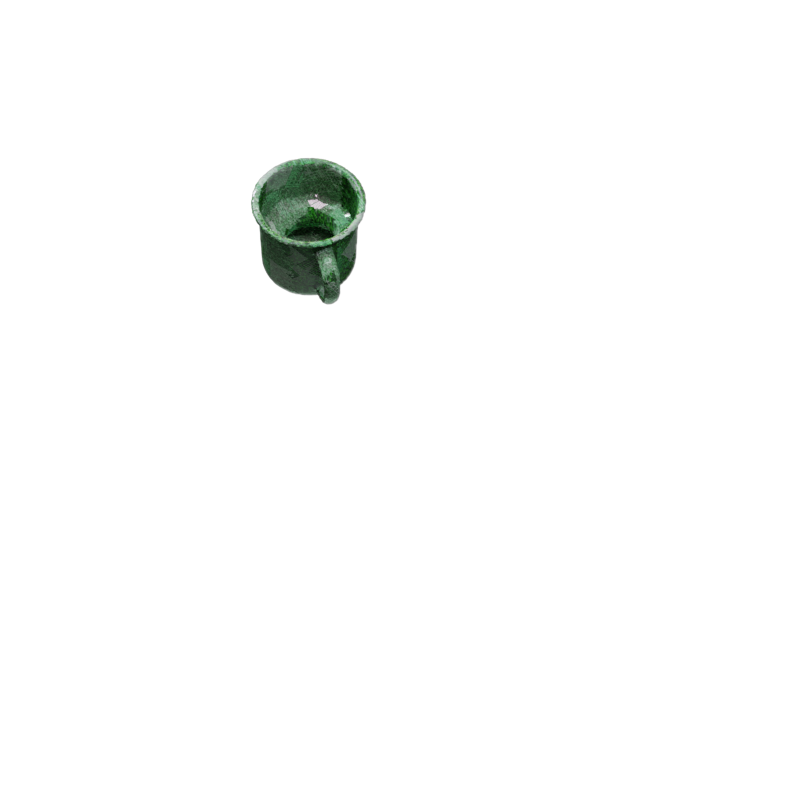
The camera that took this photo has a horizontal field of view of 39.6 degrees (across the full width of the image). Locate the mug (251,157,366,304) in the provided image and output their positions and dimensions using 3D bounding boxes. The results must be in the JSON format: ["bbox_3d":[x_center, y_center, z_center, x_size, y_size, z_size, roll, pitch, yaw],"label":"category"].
[{"bbox_3d":[-0.072,-0.131,0.919,0.092,0.126,0.076,-16,-32,-12],"label":"mug"}]
